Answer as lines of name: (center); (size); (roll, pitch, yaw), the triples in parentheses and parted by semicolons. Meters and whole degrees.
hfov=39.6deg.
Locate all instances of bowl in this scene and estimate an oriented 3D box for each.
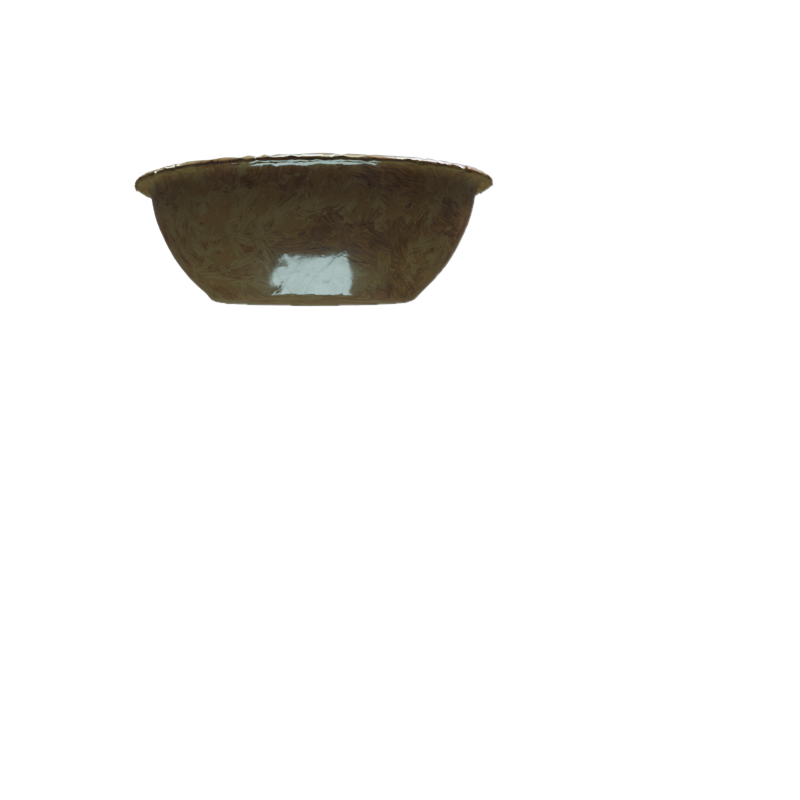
bowl: (-0.039, -0.072, 0.503); (0.162, 0.055, 0.162); (0, 2, -2)
